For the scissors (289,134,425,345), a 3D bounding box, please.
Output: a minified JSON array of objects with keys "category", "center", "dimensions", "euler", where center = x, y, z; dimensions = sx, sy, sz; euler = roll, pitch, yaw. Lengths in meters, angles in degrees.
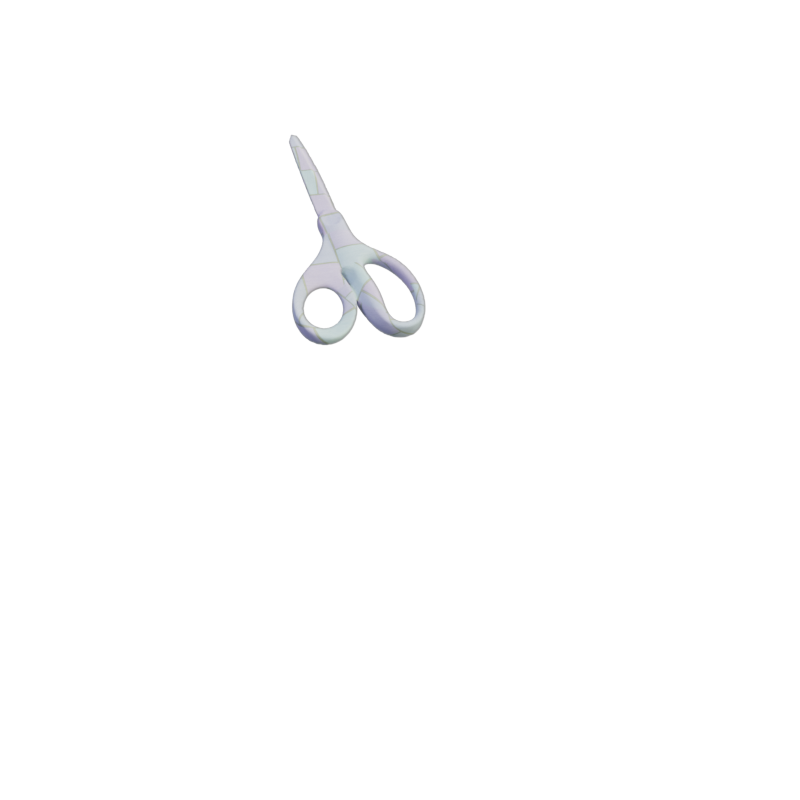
[{"category":"scissors","center":[-0.061,-0.111,0.776],"dimensions":[0.096,0.217,0.015],"euler":[-27,-34,-20]}]
